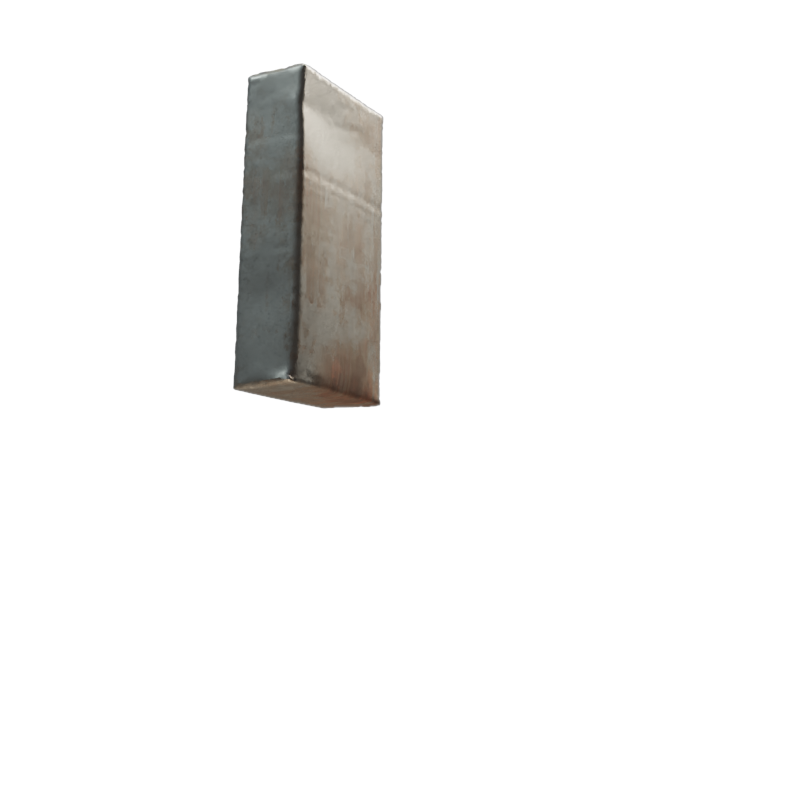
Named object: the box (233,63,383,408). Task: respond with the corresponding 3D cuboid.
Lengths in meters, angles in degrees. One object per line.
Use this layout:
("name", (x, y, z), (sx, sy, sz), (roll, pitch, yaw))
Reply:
("box", (-0.049, -0.089, 0.622), (0.049, 0.183, 0.088), (-10, -17, 28))
